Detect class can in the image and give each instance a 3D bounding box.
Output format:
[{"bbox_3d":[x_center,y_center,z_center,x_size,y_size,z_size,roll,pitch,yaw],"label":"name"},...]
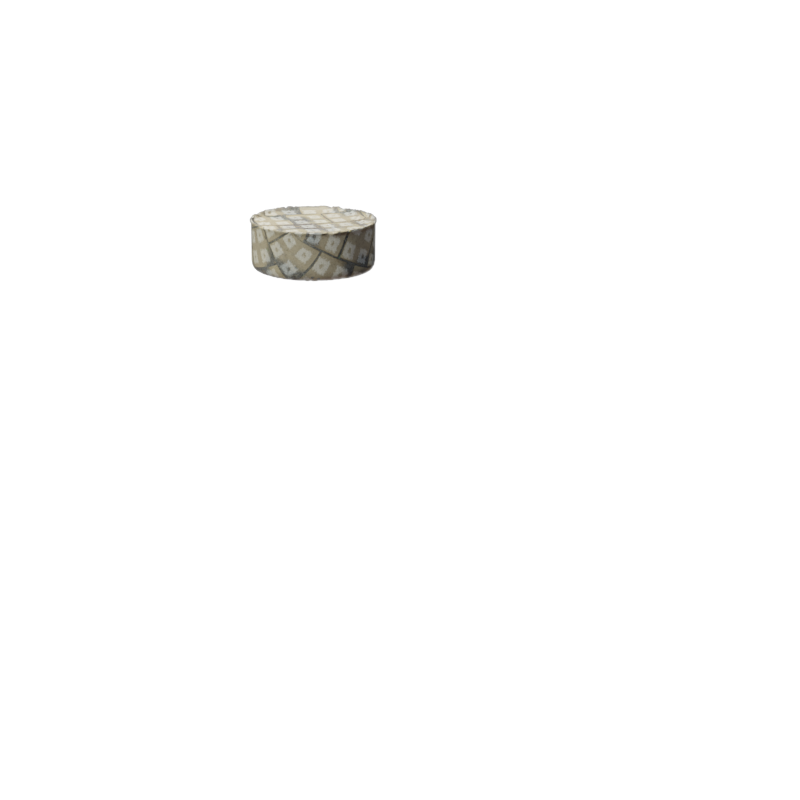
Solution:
[{"bbox_3d":[-0.059,-0.108,0.754,0.086,0.032,0.089,-1,20,-2],"label":"can"}]
